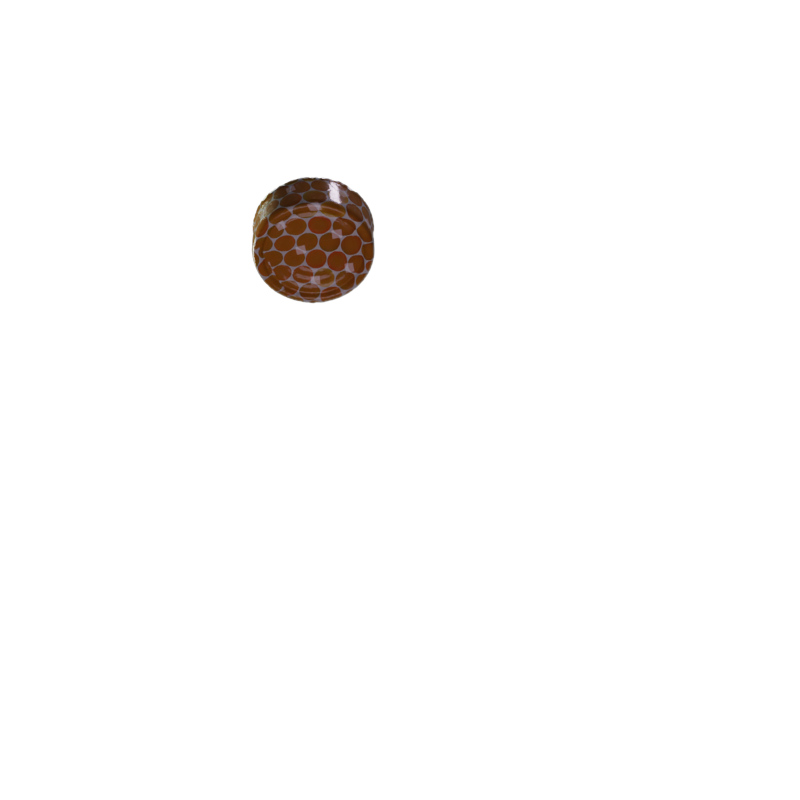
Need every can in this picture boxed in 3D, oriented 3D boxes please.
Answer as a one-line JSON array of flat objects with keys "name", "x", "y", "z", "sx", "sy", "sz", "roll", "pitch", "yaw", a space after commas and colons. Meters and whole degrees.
[{"name": "can", "x": -0.060, "y": -0.110, "z": 0.770, "sx": 0.086, "sy": 0.080, "sz": 0.036, "roll": 1, "pitch": 37, "yaw": -1}]
